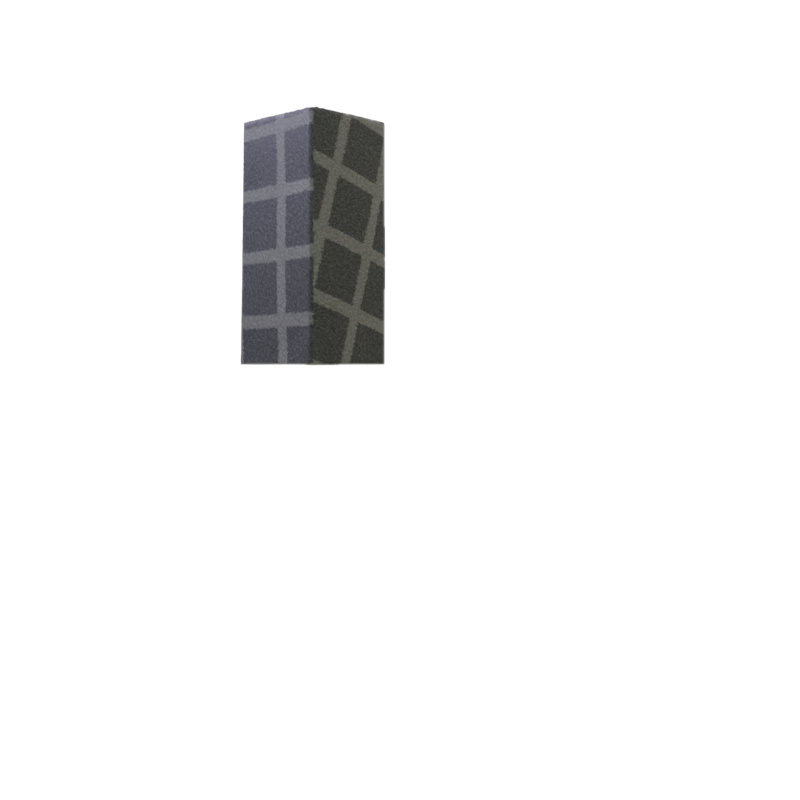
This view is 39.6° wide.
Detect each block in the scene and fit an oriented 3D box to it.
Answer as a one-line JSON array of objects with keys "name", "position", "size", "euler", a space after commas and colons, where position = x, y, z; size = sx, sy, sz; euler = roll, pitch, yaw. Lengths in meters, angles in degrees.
[{"name": "block", "position": [-0.073, -0.134, 0.936], "size": [0.094, 0.209, 0.086], "euler": [-5, -7, 43]}]
